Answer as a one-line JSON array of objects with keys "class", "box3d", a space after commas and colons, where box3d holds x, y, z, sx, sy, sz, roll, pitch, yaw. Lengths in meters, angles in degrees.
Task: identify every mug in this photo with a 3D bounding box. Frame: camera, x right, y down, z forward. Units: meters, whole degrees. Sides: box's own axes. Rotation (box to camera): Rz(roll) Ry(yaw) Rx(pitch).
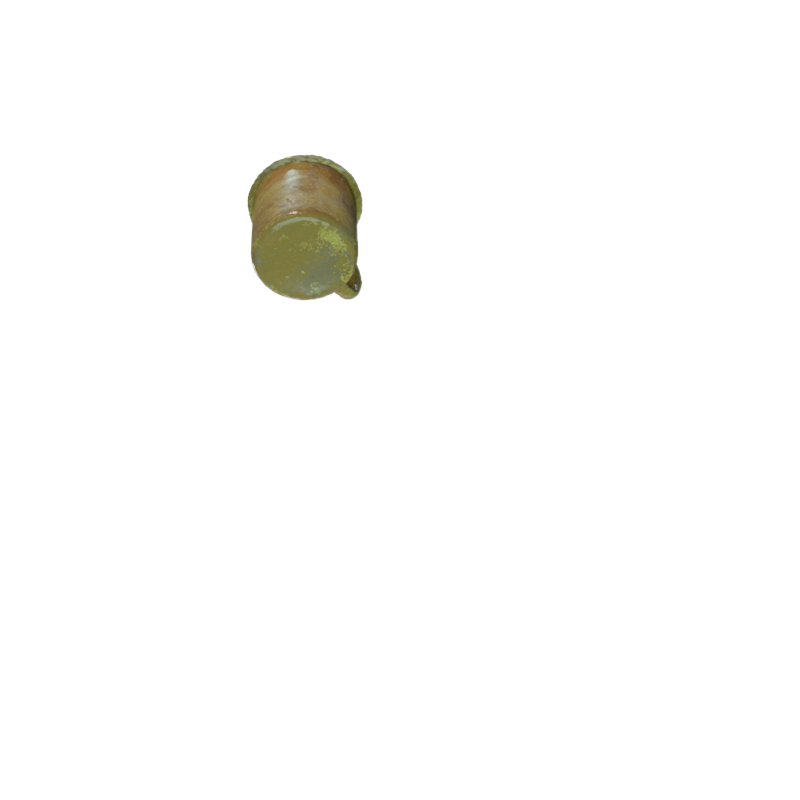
[{"class": "mug", "box3d": [-0.068, -0.124, 0.870, 0.093, 0.109, 0.087, -28, 32, 18]}]
